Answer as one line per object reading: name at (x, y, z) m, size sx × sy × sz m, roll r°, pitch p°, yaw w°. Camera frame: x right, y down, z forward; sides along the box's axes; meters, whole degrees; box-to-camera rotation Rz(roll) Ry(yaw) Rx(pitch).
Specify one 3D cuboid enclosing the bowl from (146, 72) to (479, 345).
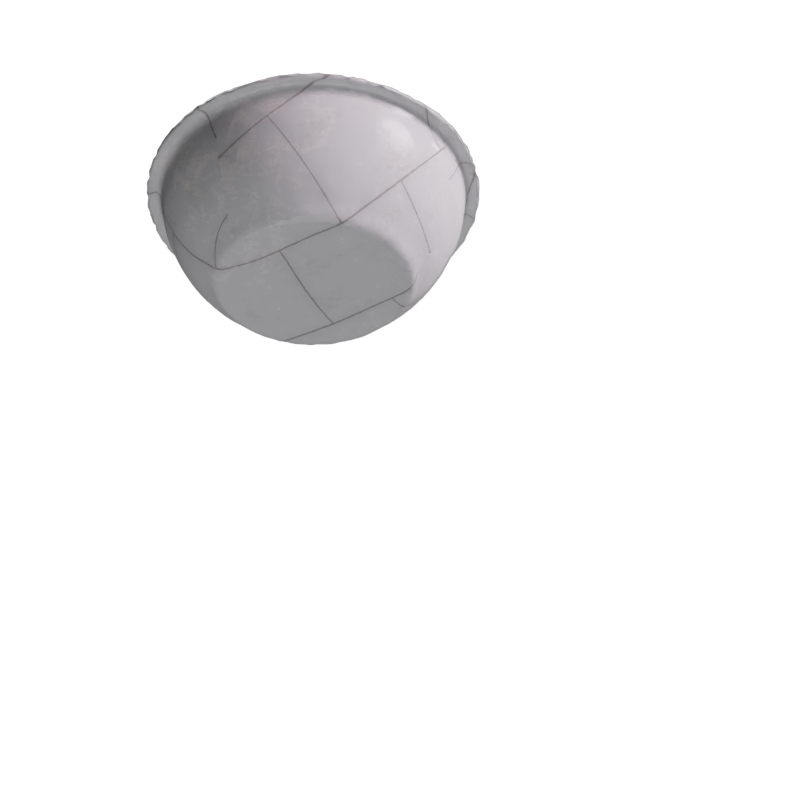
bowl at (-0.041, -0.075, 0.524) m, size 0.162 × 0.059 × 0.151 m, roll 1°, pitch -37°, yaw -2°
